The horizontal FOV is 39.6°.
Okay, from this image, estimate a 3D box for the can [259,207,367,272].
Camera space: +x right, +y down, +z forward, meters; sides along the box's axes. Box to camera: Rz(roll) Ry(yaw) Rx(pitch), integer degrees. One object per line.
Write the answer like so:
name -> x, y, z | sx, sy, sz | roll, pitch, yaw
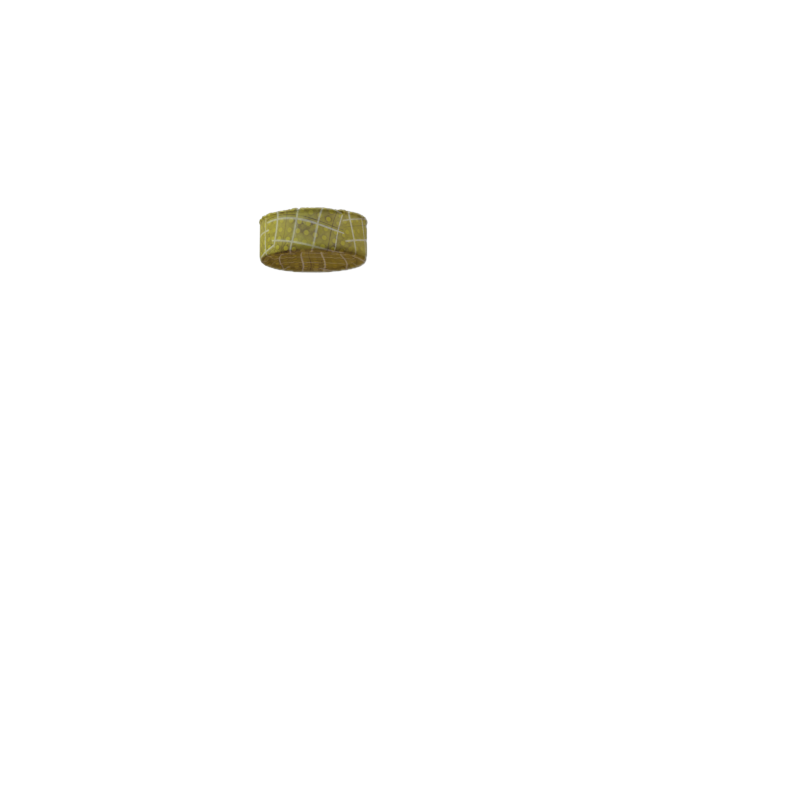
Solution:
can -> -0.068, -0.124, 0.870 | 0.086, 0.034, 0.084 | 0, -7, -2
